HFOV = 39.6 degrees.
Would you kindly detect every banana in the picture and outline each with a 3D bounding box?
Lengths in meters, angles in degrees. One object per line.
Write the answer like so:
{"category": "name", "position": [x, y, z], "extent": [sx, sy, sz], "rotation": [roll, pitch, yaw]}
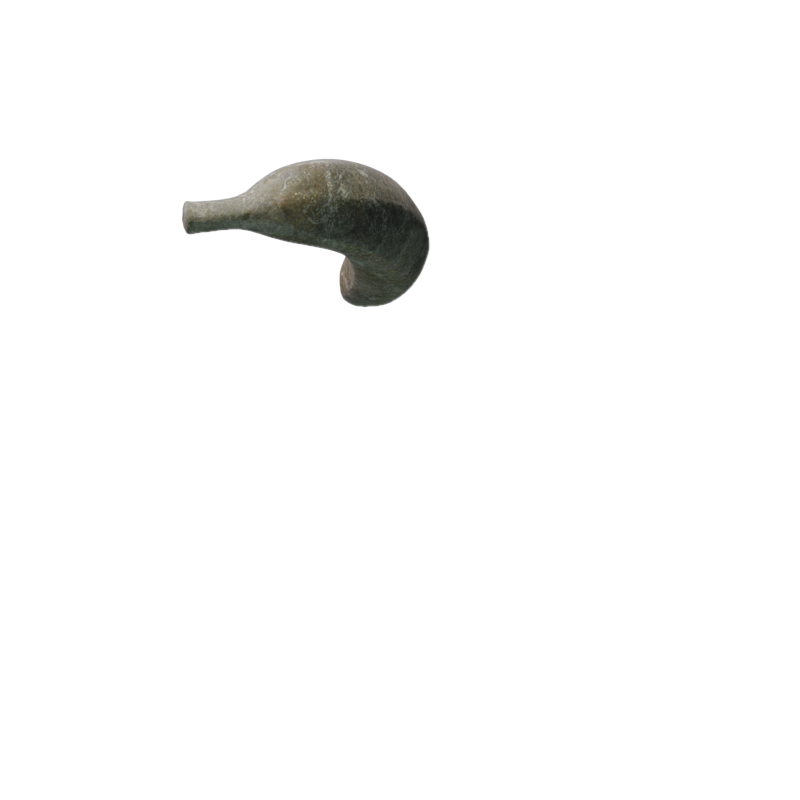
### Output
{"category": "banana", "position": [-0.022, -0.071, 0.482], "extent": [0.071, 0.038, 0.189], "rotation": [-3, -7, 17]}
